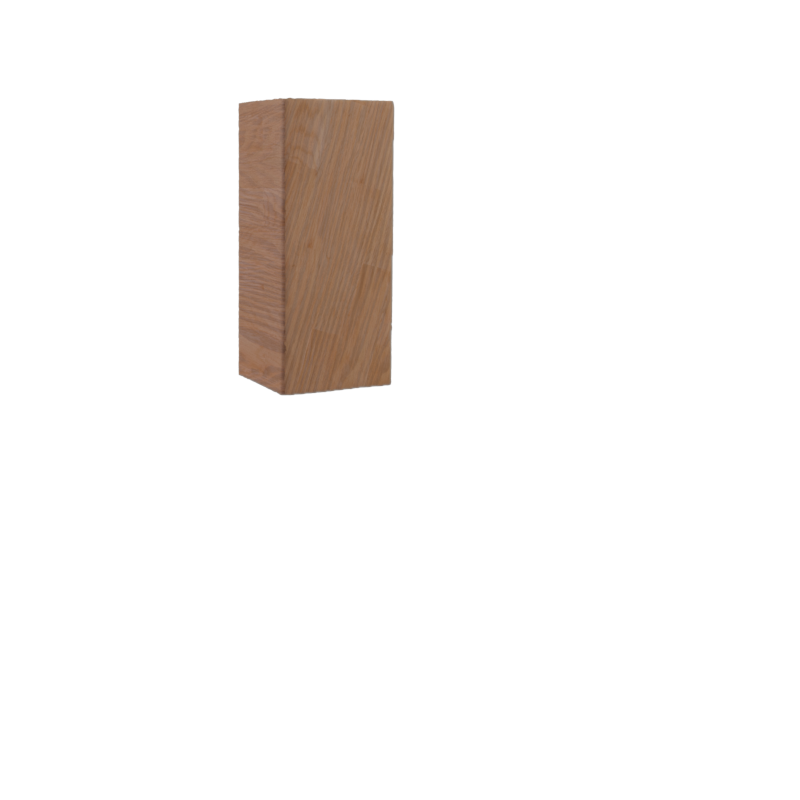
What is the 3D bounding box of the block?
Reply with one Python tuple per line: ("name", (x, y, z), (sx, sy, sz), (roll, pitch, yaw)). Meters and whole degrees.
("block", (-0.063, -0.117, 0.818), (0.087, 0.204, 0.094), (-3, 6, -28))
